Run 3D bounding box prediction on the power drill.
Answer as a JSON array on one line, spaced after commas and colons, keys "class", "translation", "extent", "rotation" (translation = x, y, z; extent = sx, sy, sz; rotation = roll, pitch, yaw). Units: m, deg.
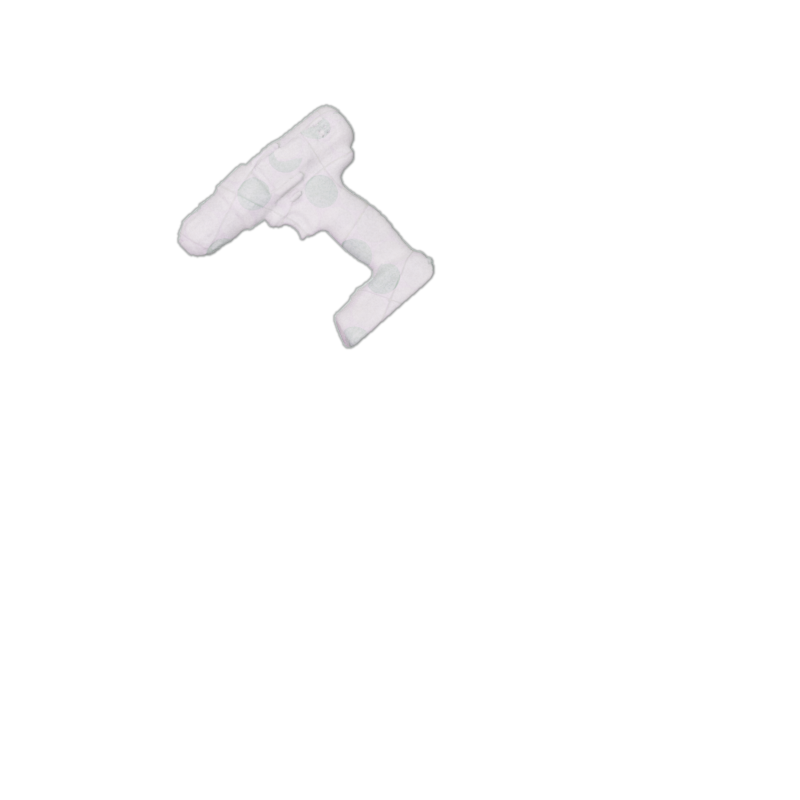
[{"class": "power drill", "translation": [-0.076, -0.139, 0.976], "extent": [0.184, 0.189, 0.057], "rotation": [-40, -2, -2]}]
